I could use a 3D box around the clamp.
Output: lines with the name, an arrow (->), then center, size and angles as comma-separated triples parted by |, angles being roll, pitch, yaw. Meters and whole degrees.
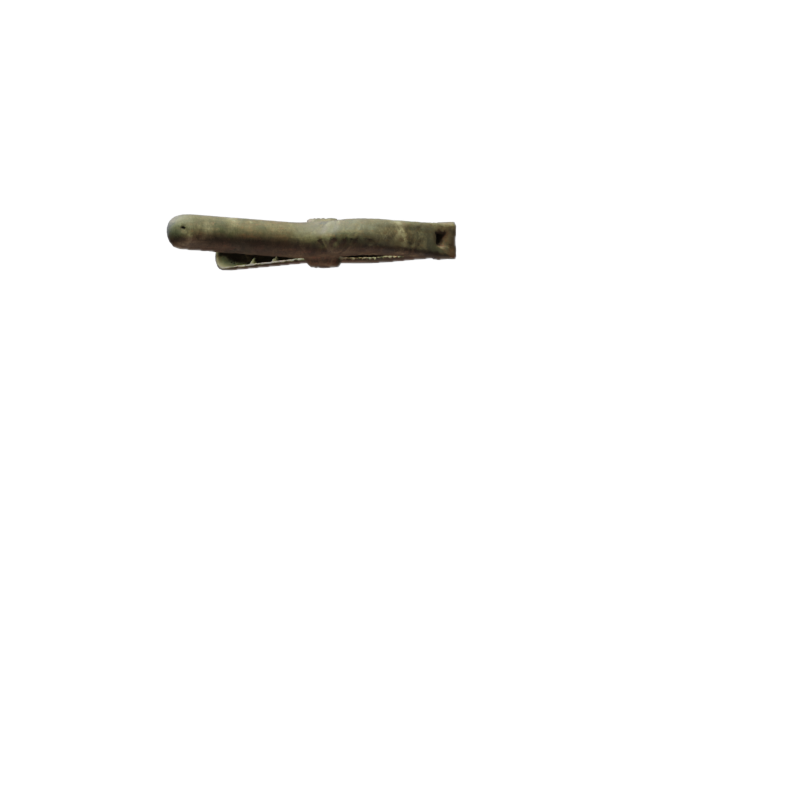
clamp -> -0.065, -0.119, 0.836 | 0.214, 0.037, 0.161 | 0, 1, 13
